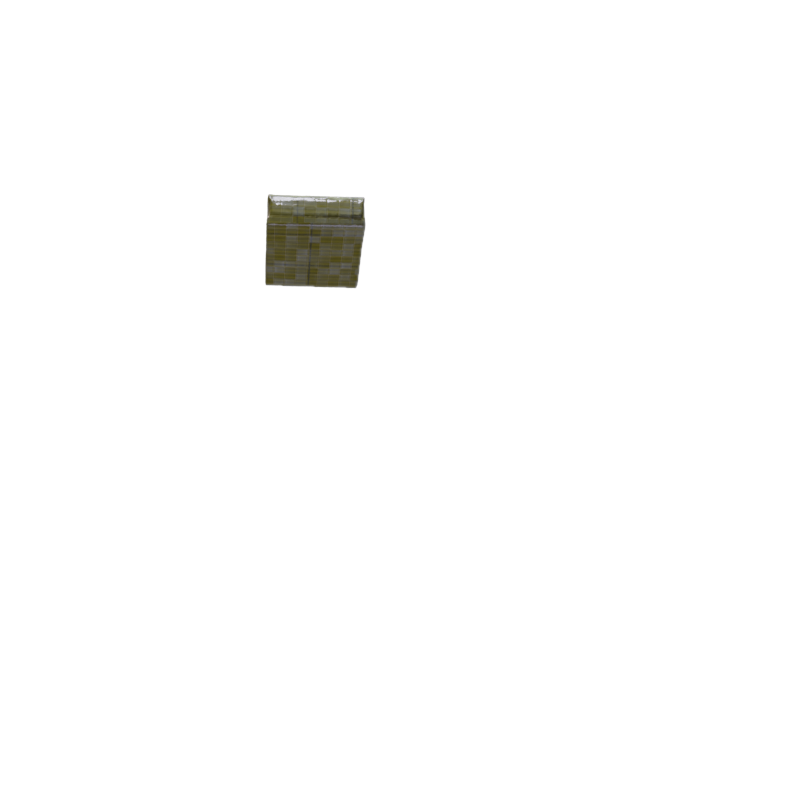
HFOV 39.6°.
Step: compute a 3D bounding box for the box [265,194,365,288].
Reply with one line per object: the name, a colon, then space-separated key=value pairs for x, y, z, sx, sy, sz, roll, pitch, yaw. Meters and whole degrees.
box: x=-0.066 y=-0.121 z=0.846 sx=0.073 sy=0.032 sz=0.084 roll=2 pitch=-30 yaw=-4
